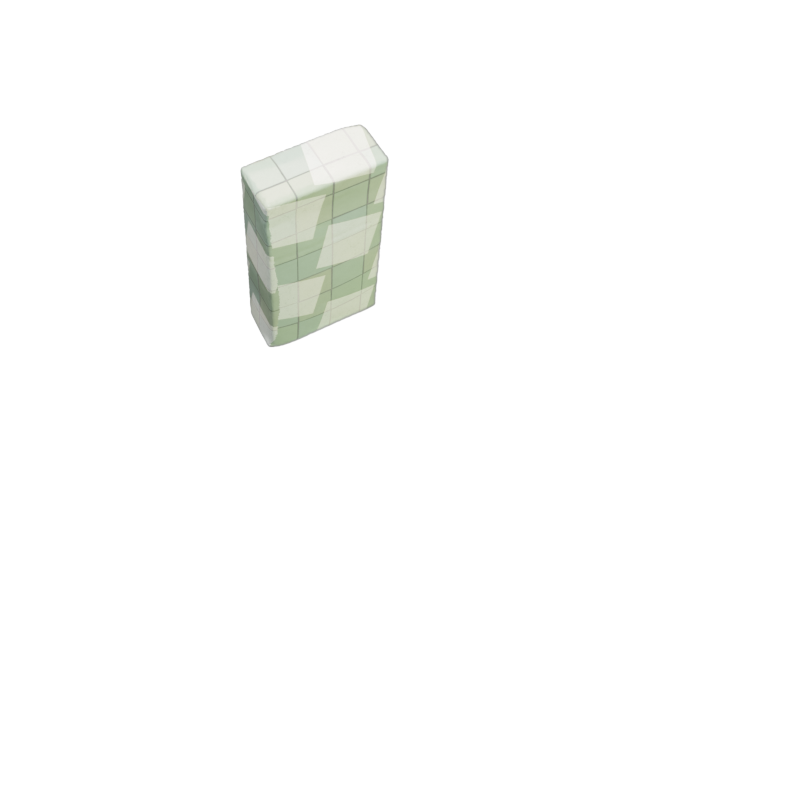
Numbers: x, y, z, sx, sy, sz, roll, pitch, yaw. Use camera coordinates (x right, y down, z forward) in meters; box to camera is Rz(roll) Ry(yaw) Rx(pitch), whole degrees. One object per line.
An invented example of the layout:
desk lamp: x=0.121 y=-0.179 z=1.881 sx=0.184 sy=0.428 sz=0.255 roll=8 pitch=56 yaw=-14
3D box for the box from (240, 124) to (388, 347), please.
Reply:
box: x=-0.062 y=-0.113 z=0.788 sx=0.093 sy=0.051 sz=0.165 roll=-24 pitch=-28 yaw=-18
